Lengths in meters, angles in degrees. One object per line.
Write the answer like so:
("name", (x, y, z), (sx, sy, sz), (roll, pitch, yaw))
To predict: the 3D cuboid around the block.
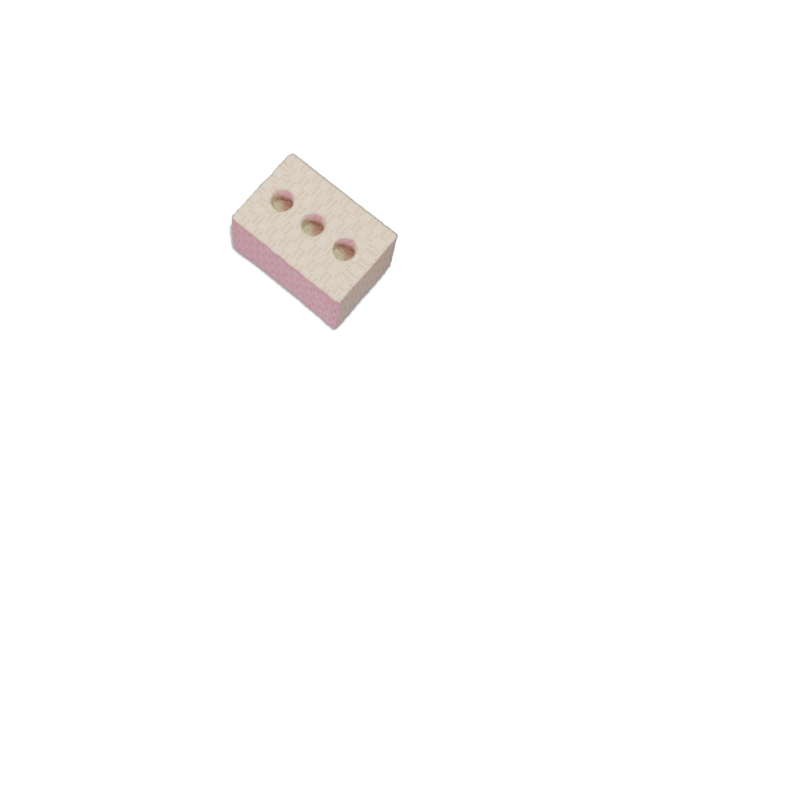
("block", (-0.048, -0.088, 0.613), (0.080, 0.053, 0.049), (38, -15, 11))
